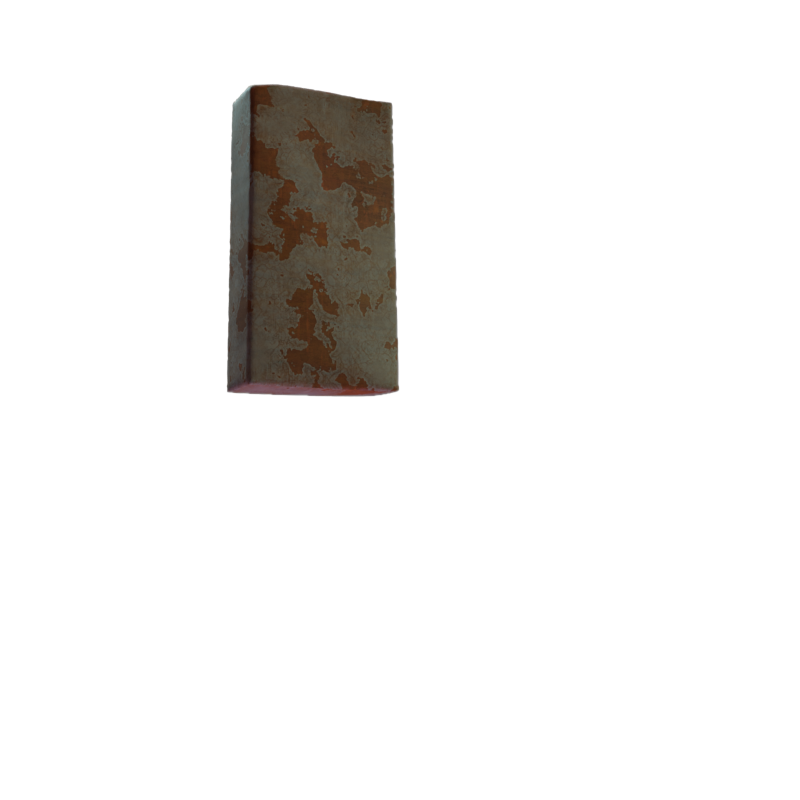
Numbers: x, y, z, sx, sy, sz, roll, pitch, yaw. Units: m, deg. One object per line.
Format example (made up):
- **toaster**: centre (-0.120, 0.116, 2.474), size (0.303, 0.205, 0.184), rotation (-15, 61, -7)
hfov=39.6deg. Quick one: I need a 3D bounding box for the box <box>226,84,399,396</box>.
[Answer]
- **box**: centre (-0.050, -0.092, 0.644), size (0.090, 0.182, 0.048), rotation (4, -13, -23)
